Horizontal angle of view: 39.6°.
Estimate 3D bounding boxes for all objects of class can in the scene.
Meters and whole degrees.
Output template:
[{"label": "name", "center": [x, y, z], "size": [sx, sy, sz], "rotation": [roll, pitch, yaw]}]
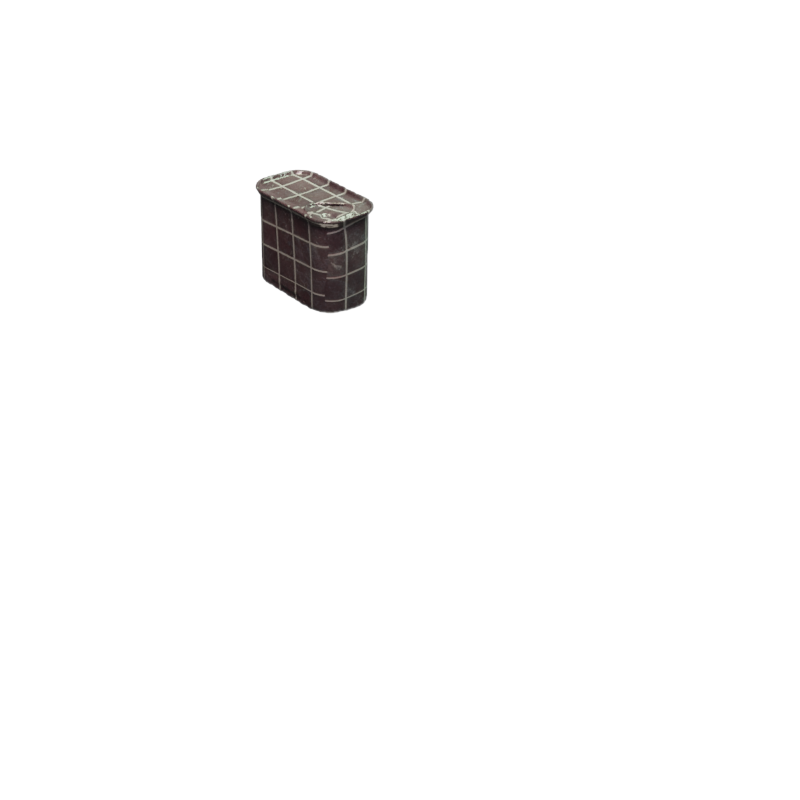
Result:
[{"label": "can", "center": [-0.069, -0.126, 0.885], "size": [0.057, 0.079, 0.109], "rotation": [-21, 37, -34]}]
